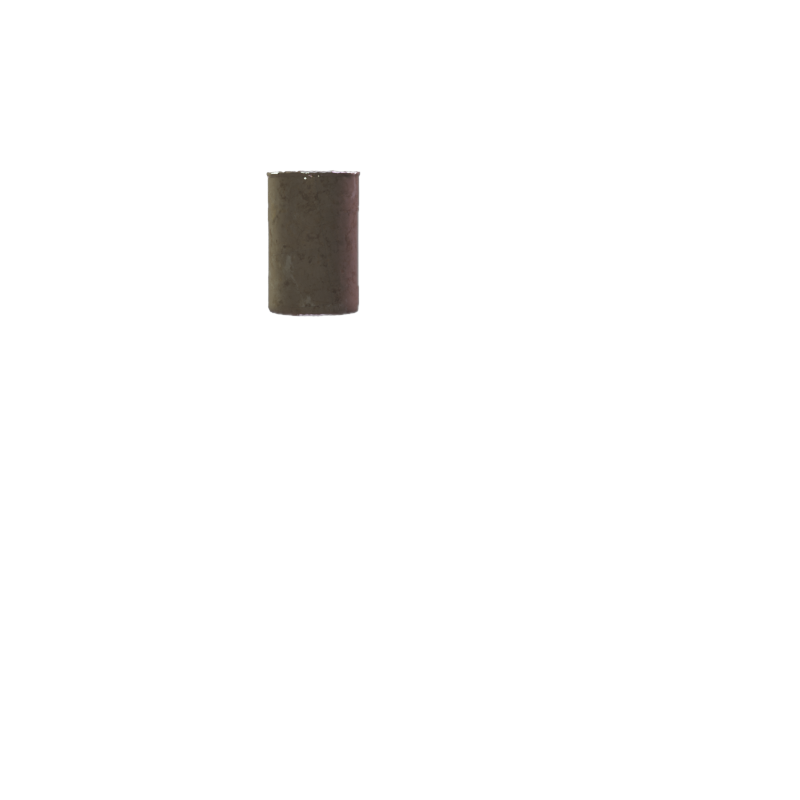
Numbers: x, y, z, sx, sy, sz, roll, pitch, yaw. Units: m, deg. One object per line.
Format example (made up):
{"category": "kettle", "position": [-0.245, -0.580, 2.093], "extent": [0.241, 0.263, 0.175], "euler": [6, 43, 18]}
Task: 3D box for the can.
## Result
{"category": "can", "position": [-0.063, -0.115, 0.806], "extent": [0.068, 0.101, 0.069], "euler": [0, 5, -2]}
